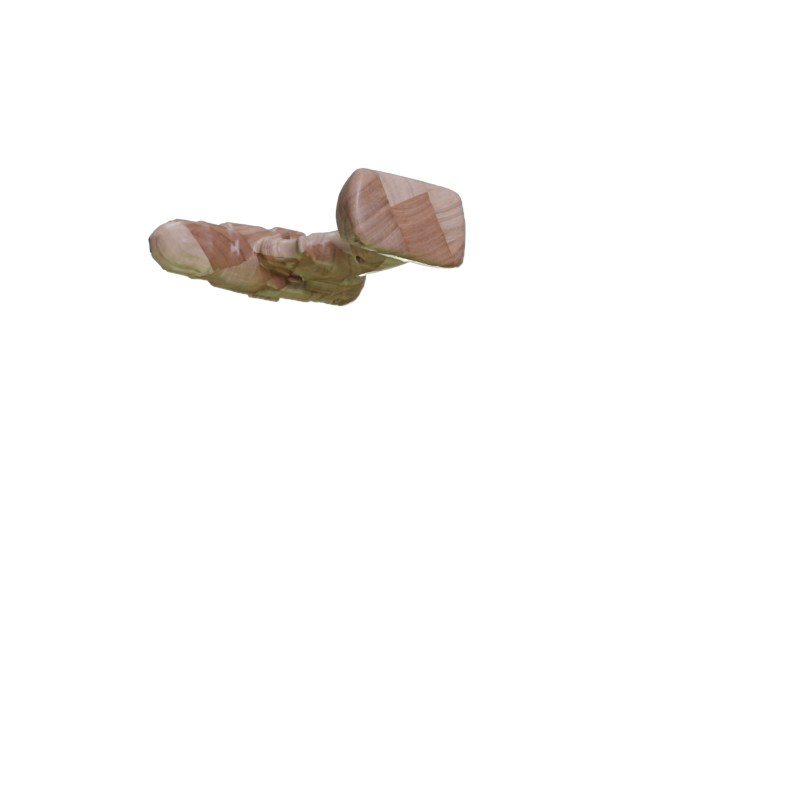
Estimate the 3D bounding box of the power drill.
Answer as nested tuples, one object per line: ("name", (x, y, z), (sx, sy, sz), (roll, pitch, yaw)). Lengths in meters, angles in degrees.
("power drill", (-0.062, -0.113, 0.790), (0.176, 0.059, 0.192), (5, -8, -39))
